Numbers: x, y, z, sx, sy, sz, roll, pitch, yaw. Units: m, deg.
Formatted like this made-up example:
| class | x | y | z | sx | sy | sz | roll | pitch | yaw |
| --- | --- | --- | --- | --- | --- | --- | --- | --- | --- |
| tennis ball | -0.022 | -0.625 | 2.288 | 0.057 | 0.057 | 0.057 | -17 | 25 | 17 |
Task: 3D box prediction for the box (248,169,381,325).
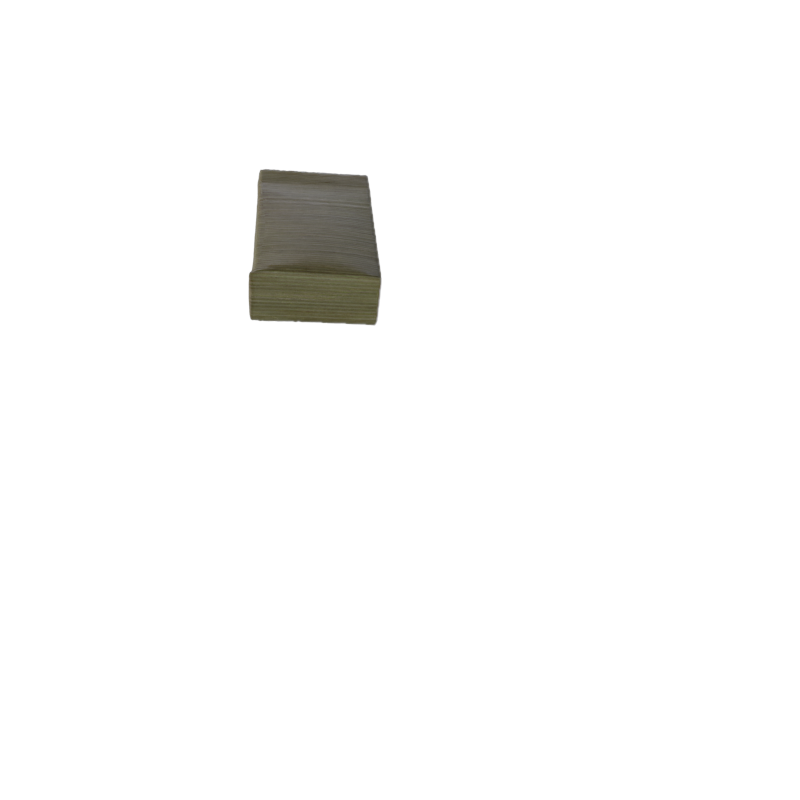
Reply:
| class | x | y | z | sx | sy | sz | roll | pitch | yaw |
| --- | --- | --- | --- | --- | --- | --- | --- | --- | --- |
| box | -0.066 | -0.121 | 0.849 | 0.093 | 0.045 | 0.187 | 2 | 31 | -5 |
